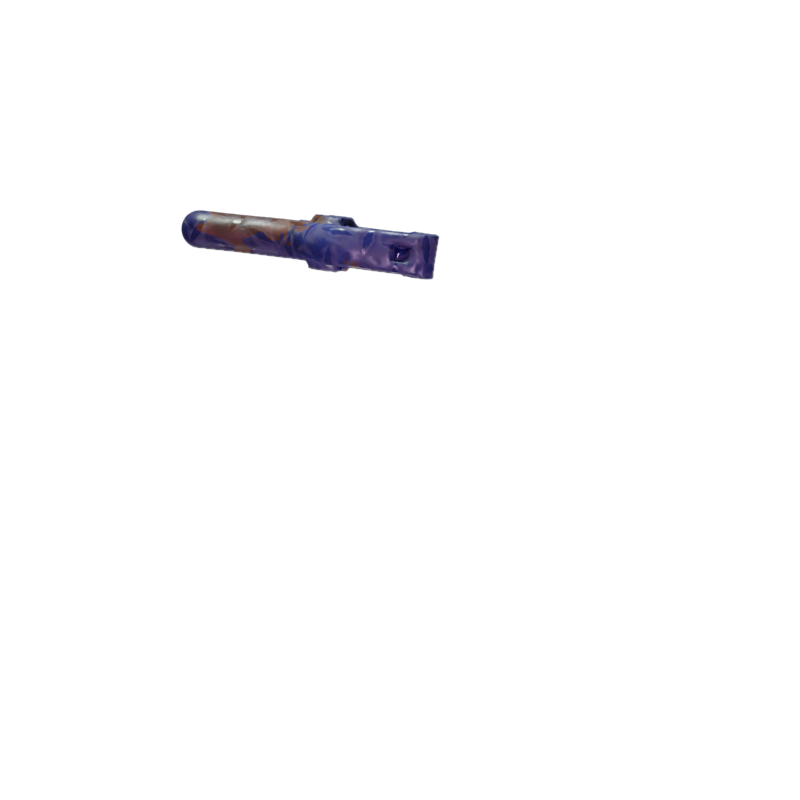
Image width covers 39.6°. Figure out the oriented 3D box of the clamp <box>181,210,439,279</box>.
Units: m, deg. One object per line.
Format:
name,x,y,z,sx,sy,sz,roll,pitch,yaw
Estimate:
clamp,-0.055,-0.101,0.709,0.116,0.038,0.180,-9,14,-40
